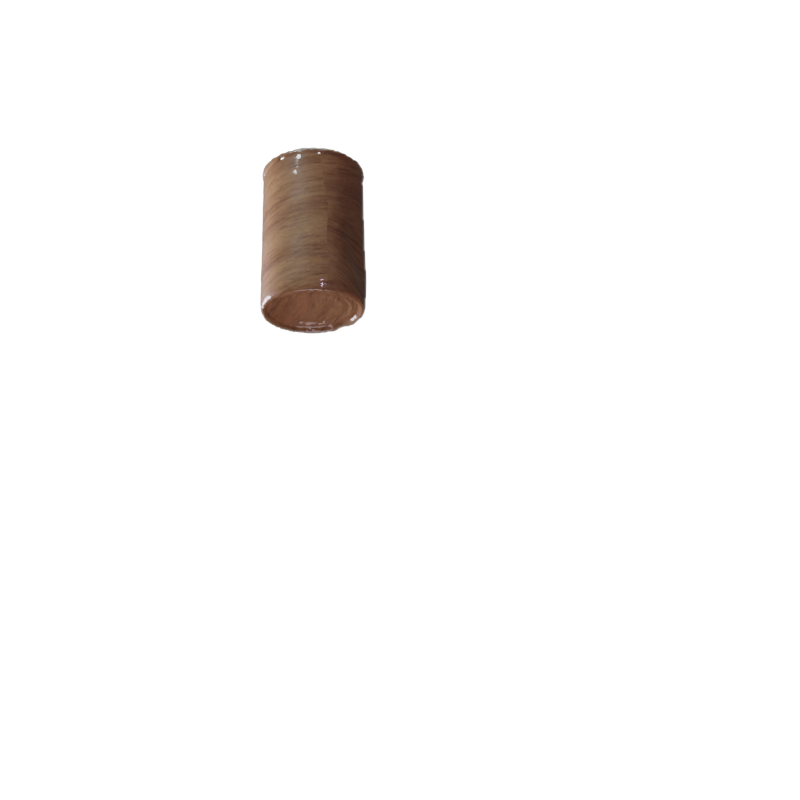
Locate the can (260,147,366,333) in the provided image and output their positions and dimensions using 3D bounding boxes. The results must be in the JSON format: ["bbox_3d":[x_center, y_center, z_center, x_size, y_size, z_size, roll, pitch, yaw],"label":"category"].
[{"bbox_3d":[-0.056,-0.103,0.720,0.068,0.108,0.065,0,-26,-2],"label":"can"}]
